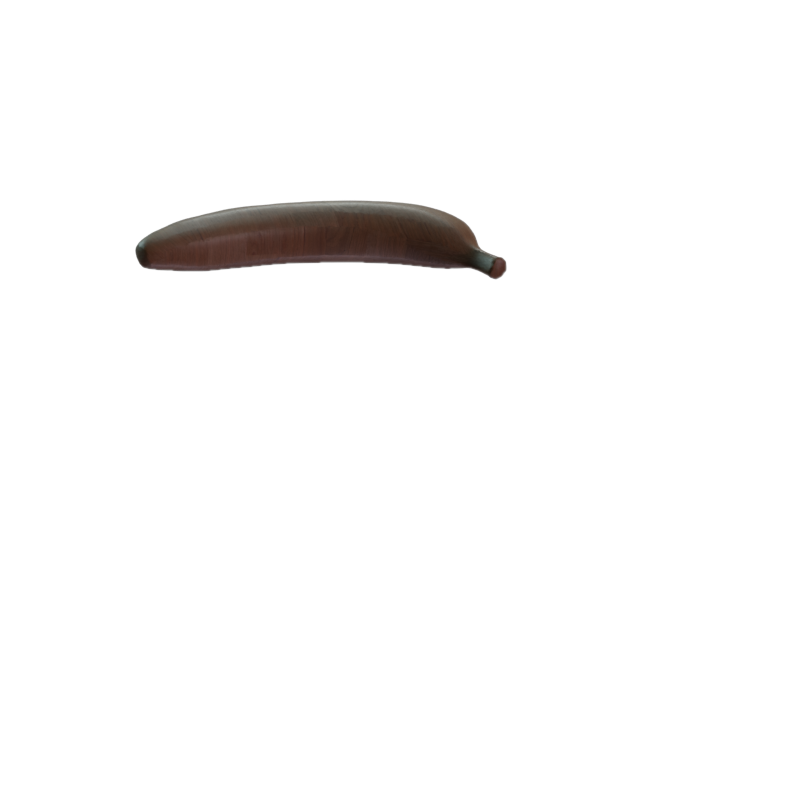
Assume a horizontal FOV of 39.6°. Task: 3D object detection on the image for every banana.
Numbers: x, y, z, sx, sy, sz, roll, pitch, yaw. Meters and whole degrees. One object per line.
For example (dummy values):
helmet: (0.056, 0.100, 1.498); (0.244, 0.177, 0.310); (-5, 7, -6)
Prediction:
banana: (-0.044, -0.091, 0.617); (0.198, 0.036, 0.072); (0, 15, 0)
